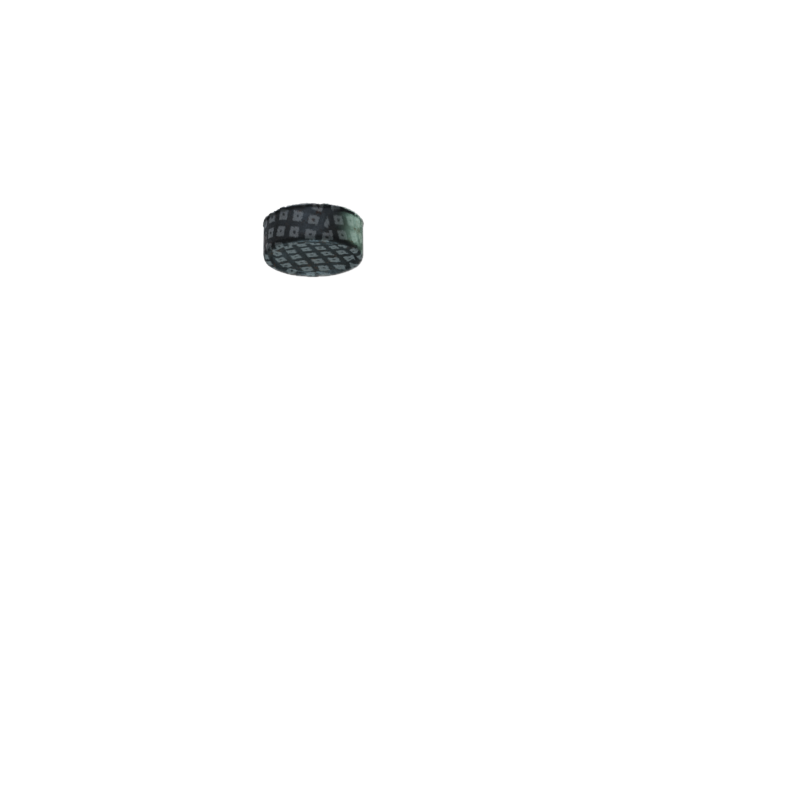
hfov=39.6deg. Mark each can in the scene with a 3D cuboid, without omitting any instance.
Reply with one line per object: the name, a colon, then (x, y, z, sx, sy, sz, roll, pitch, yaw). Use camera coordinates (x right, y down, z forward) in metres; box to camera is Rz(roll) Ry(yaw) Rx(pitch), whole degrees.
can: (-0.073, -0.134, 0.936, 0.086, 0.035, 0.082, 0, -17, -2)
